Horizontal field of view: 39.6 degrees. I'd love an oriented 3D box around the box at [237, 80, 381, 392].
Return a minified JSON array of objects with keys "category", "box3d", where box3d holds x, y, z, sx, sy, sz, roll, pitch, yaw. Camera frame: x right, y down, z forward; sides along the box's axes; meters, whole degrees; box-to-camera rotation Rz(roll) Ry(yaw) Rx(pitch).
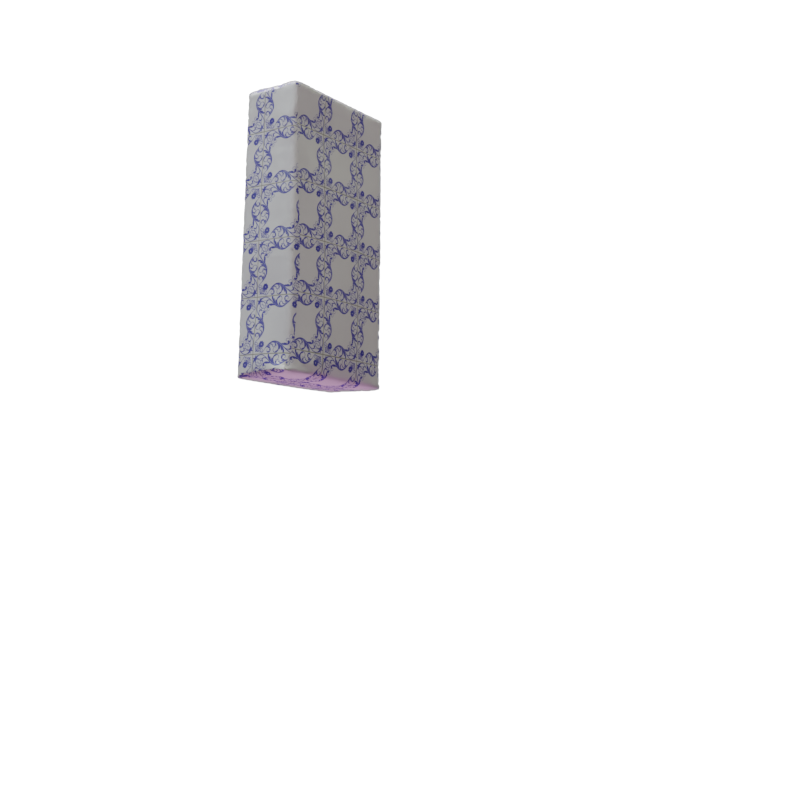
[{"category":"box","box3d":[-0.054,-0.097,0.682,0.049,0.182,0.088,-11,-17,34]}]
